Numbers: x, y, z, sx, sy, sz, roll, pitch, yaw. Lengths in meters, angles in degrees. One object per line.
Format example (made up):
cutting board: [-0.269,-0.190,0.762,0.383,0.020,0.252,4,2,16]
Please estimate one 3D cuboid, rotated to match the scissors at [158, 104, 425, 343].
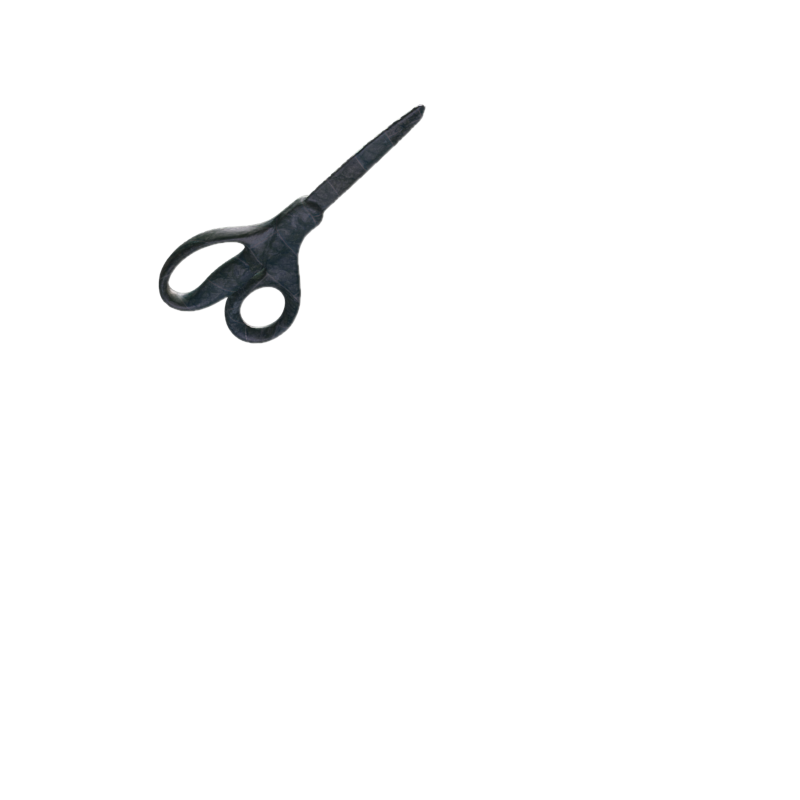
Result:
scissors: [-0.052,-0.095,0.663,0.202,0.089,0.017,-24,35,18]
